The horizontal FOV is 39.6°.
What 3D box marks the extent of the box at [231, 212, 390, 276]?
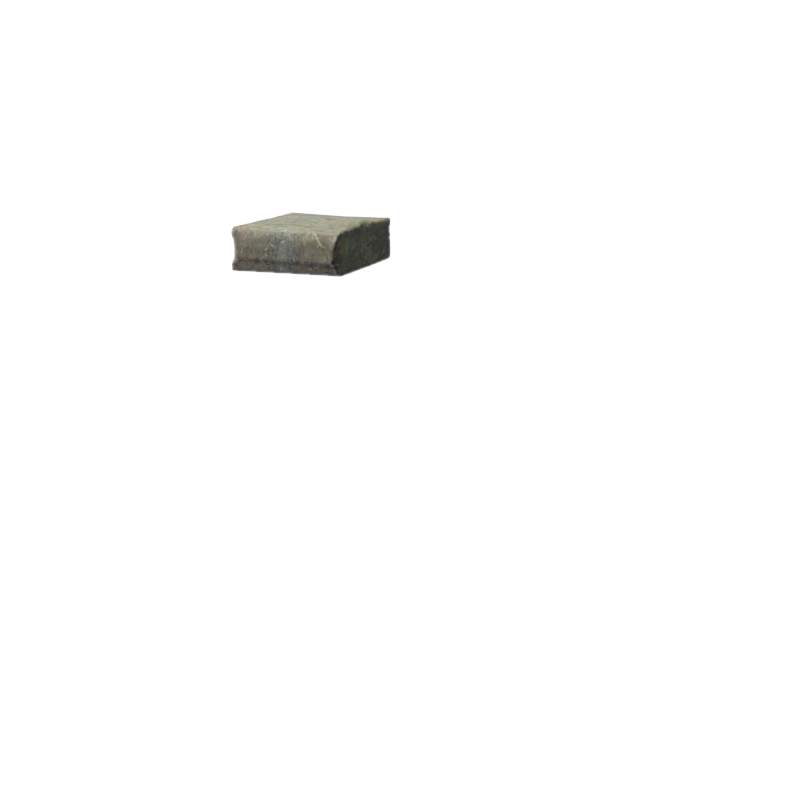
[{"bbox_3d":[-0.055,-0.101,0.704,0.075,0.029,0.089,6,16,21],"label":"box"}]
